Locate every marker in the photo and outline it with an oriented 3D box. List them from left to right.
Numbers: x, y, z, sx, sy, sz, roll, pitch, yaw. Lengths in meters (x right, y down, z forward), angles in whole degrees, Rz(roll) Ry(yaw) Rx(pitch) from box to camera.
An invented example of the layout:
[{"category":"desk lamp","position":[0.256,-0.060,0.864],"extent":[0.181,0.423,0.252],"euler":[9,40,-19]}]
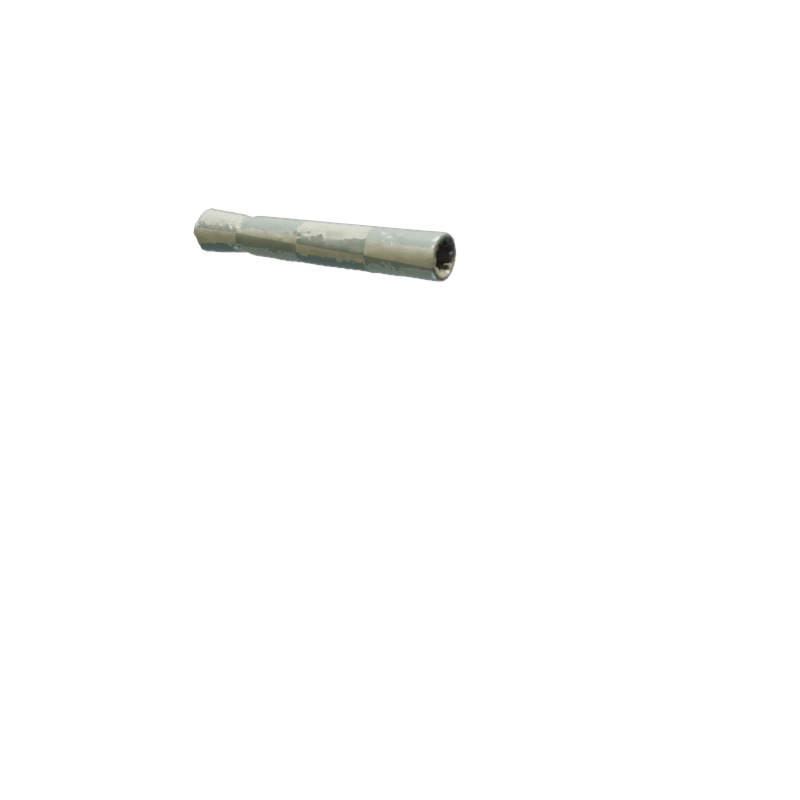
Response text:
[{"category":"marker","position":[-0.035,-0.064,0.448],"extent":[0.127,0.019,0.019],"euler":[11,10,33]}]
